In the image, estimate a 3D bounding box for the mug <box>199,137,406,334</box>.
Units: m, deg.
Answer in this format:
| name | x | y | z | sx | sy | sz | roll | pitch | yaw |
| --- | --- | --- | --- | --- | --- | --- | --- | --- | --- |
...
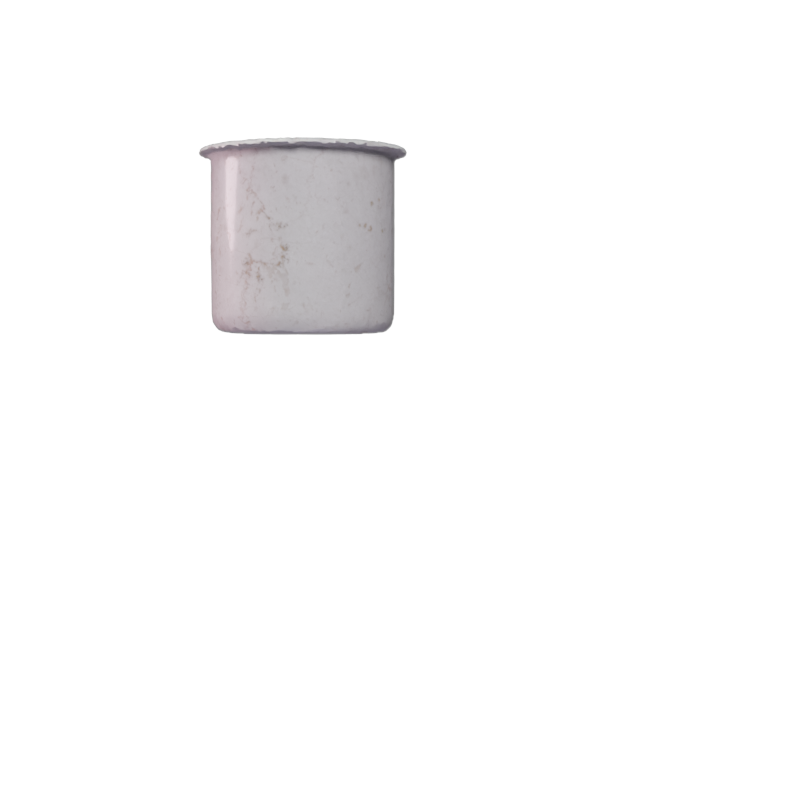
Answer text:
| name | x | y | z | sx | sy | sz | roll | pitch | yaw |
| --- | --- | --- | --- | --- | --- | --- | --- | --- | --- |
| mug | -0.040 | -0.072 | 0.507 | 0.096 | 0.082 | 0.114 | 1 | 3 | 20 |
